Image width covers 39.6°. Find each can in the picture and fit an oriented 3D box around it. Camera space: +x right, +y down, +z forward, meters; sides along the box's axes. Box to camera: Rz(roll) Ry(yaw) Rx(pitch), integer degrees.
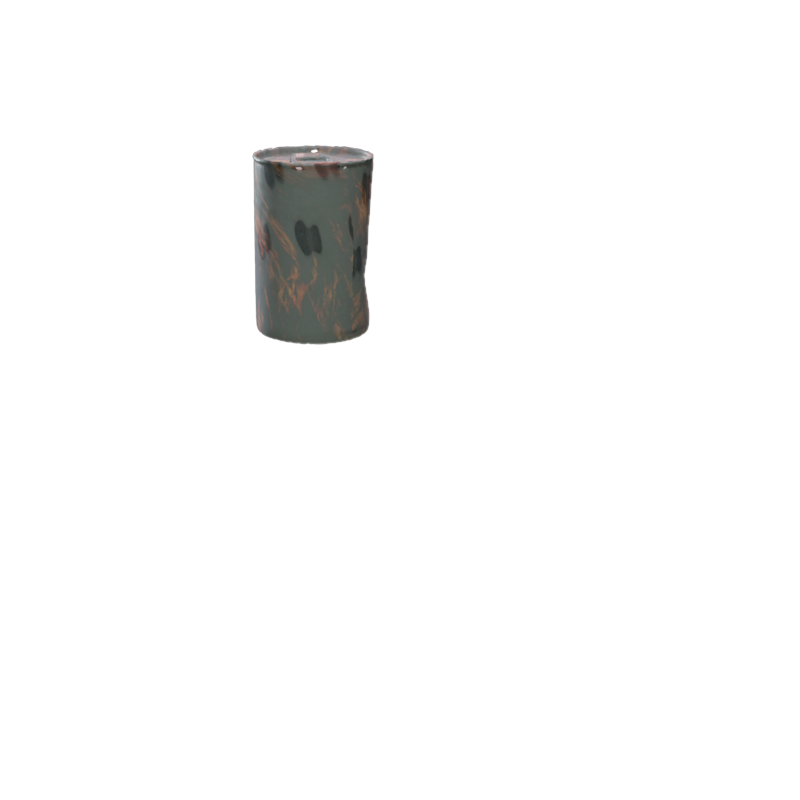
[{"bbox_3d":[-0.049,-0.090,0.632,0.068,0.099,0.071,0,16,-2],"label":"can"}]
